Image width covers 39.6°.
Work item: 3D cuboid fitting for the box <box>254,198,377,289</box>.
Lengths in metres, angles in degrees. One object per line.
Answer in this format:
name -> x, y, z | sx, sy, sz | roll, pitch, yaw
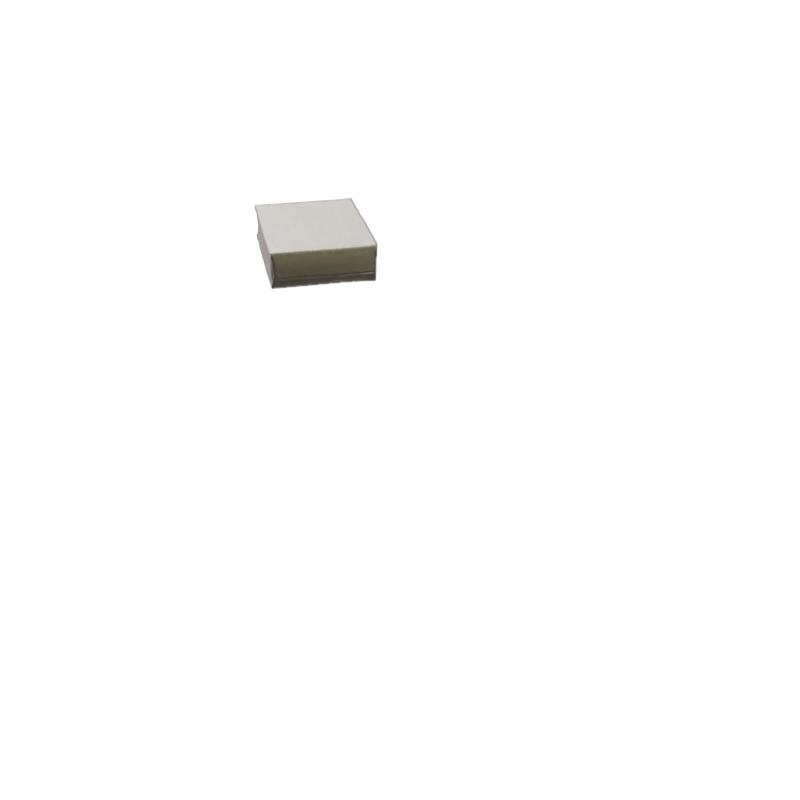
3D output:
box -> -0.075, -0.136, 0.954 | 0.089, 0.037, 0.121 | -5, 28, -11
